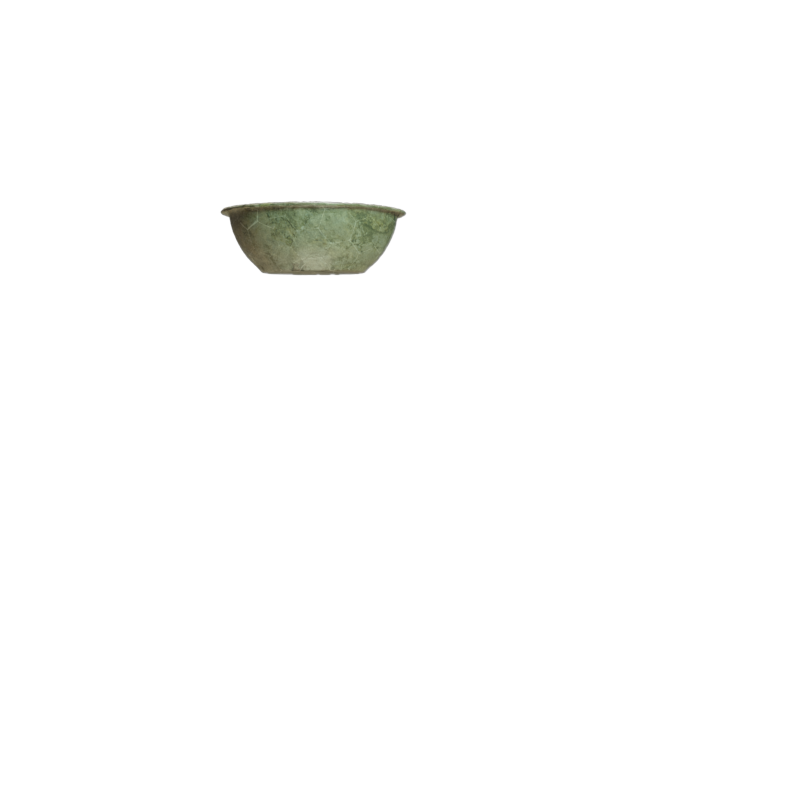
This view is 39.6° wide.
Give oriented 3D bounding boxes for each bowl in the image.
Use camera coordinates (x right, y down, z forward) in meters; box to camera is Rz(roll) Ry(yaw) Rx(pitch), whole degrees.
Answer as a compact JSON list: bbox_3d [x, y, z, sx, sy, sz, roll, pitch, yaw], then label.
[{"bbox_3d":[-0.076,-0.138,0.967,0.162,0.055,0.162,0,3,-2],"label":"bowl"}]
